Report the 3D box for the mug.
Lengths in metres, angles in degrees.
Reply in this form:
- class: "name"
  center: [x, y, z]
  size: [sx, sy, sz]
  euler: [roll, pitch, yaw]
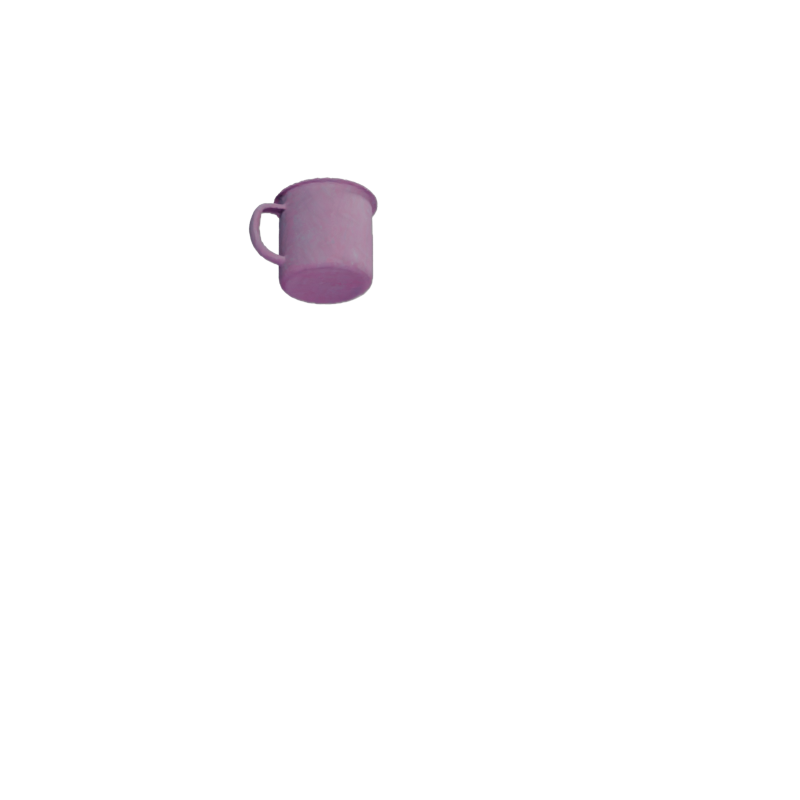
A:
- class: "mug"
  center: [-0.075, -0.137, 0.962]
  size: [0.112, 0.086, 0.092]
  euler: [12, -28, -25]
